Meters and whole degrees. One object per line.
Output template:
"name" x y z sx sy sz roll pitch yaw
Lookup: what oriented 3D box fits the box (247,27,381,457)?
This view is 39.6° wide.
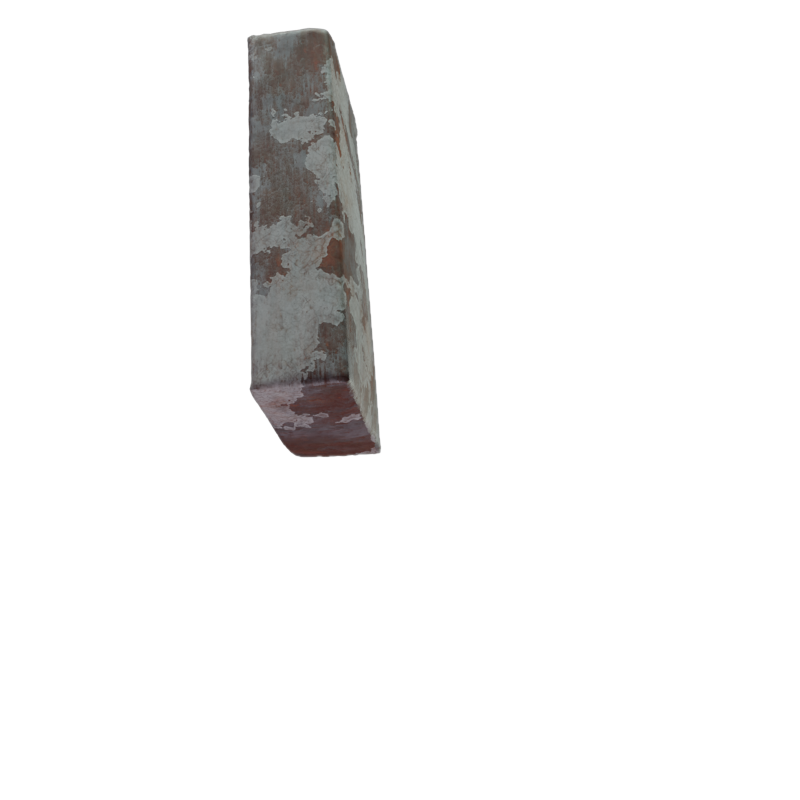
"box" -0.039 -0.072 0.502 0.048 0.187 0.087 -5 -26 6
